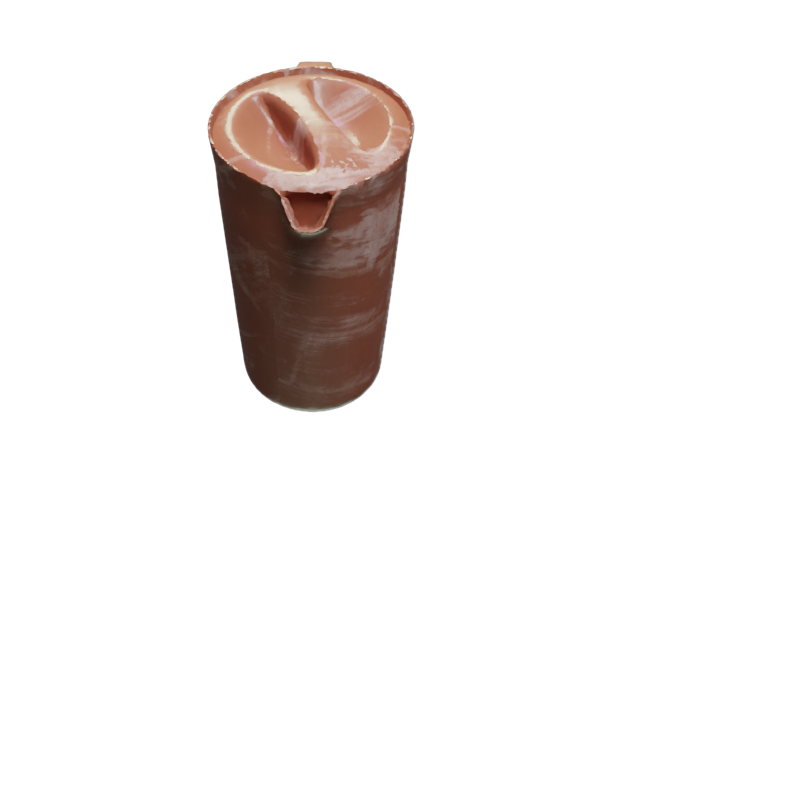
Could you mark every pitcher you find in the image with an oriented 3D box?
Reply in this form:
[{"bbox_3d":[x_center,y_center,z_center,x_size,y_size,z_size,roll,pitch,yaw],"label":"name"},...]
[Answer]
[{"bbox_3d":[-0.063,-0.114,0.799,0.154,0.226,0.150,36,55,27],"label":"pitcher"}]
